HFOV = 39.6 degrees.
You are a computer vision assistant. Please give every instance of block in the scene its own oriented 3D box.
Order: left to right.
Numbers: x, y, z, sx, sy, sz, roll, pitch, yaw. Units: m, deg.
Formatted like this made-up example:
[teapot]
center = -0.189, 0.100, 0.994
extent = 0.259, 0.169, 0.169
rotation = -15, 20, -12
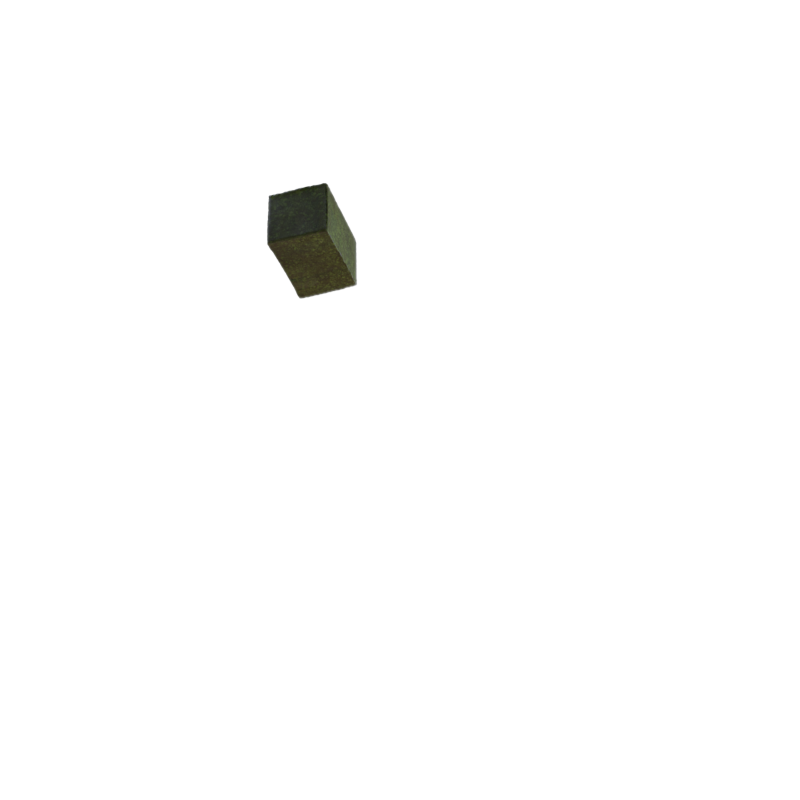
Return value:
[block]
center = -0.071, -0.129, 0.906
extent = 0.053, 0.055, 0.072
rotation = -11, -37, 13
